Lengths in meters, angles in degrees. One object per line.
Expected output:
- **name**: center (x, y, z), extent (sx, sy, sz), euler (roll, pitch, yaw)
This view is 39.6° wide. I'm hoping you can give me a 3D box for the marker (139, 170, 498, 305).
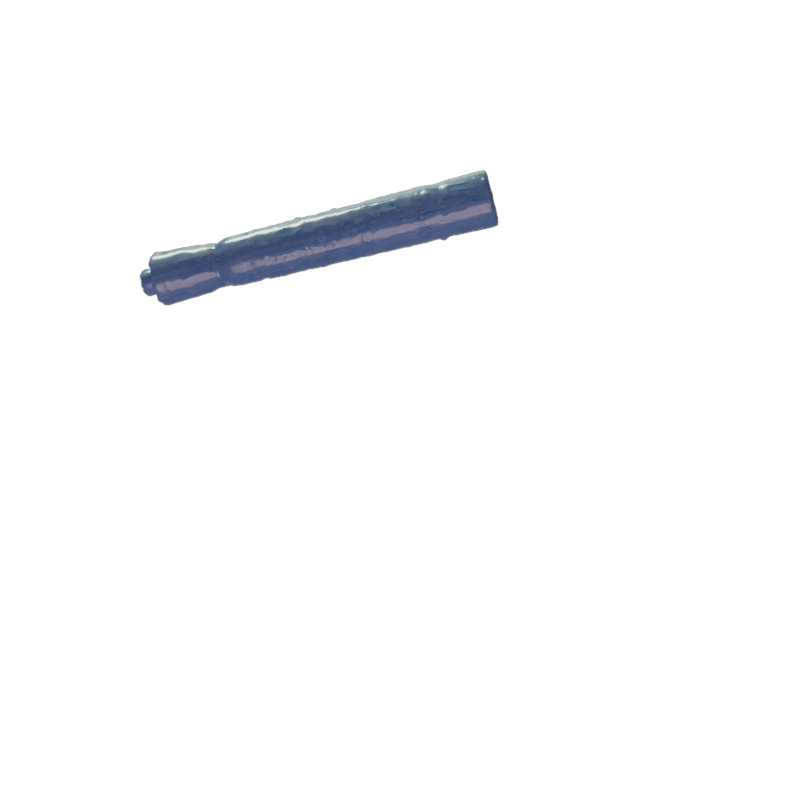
- **marker**: center (-0.029, -0.053, 0.368), extent (0.122, 0.020, 0.020), euler (-12, 2, 11)
